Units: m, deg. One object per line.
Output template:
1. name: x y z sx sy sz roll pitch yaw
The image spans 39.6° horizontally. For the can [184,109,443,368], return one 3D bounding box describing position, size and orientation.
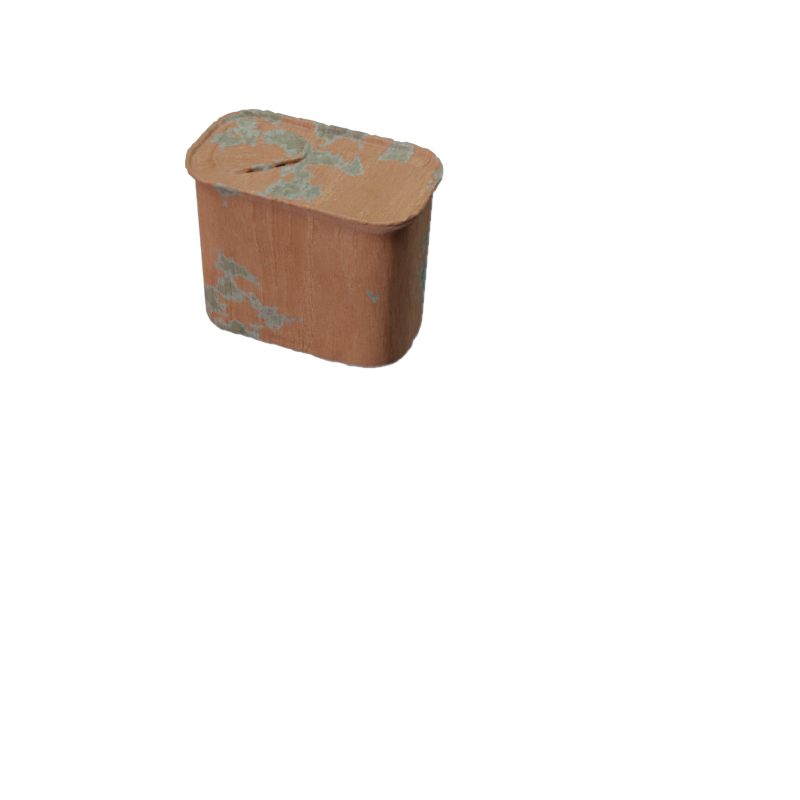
1. can: -0.037 -0.067 0.471 0.105 0.078 0.060 17 44 16
